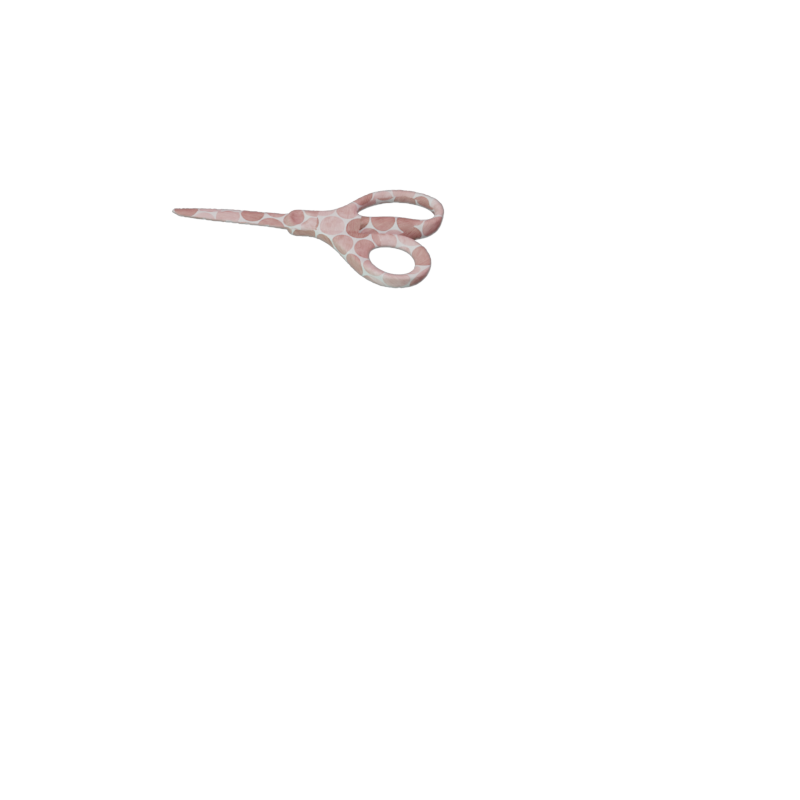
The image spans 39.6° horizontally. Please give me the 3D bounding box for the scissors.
[{"bbox_3d":[-0.064,-0.116,0.816,0.200,0.104,0.015,-8,-37,-6],"label":"scissors"}]
